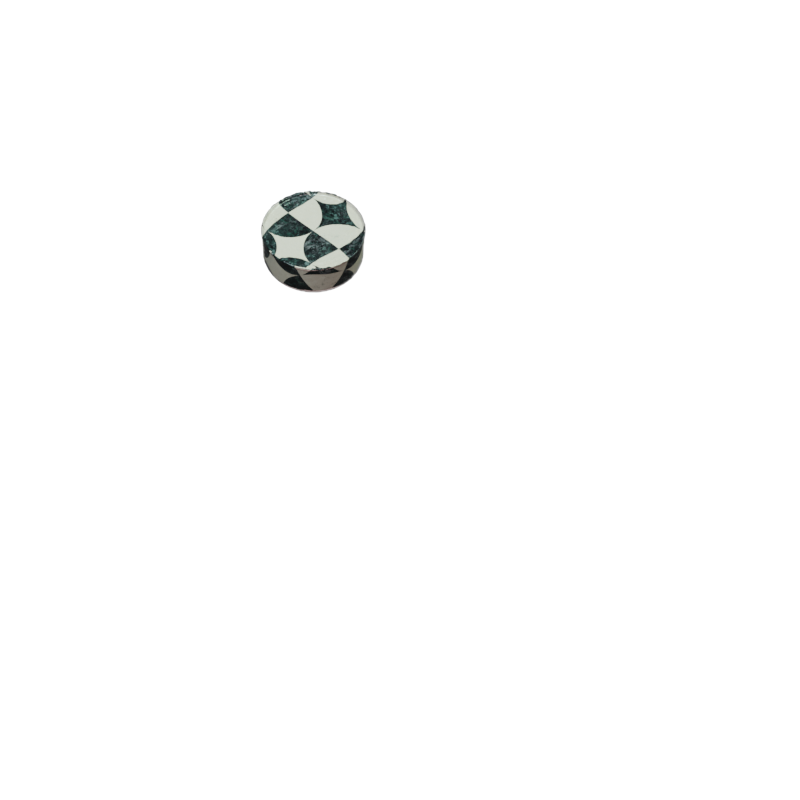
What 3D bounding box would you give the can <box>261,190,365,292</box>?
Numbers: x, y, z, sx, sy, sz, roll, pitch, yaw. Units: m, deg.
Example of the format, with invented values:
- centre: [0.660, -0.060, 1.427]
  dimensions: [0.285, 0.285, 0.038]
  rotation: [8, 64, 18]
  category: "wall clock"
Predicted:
- centre: [-0.072, -0.132, 0.921]
  dimensions: [0.086, 0.092, 0.031]
  rotation: [-1, -37, -1]
  category: "can"
